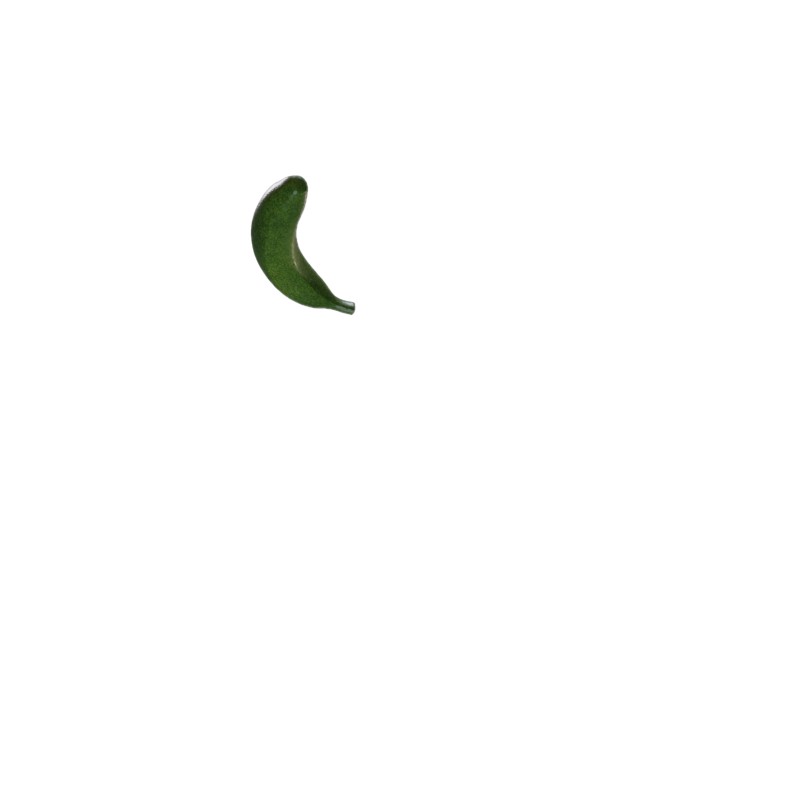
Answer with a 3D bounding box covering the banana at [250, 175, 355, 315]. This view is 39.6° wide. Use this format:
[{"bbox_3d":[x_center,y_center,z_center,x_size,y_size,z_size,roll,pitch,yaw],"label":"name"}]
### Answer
[{"bbox_3d":[-0.089,-0.127,0.923,0.070,0.039,0.184,-6,-27,10],"label":"banana"}]
